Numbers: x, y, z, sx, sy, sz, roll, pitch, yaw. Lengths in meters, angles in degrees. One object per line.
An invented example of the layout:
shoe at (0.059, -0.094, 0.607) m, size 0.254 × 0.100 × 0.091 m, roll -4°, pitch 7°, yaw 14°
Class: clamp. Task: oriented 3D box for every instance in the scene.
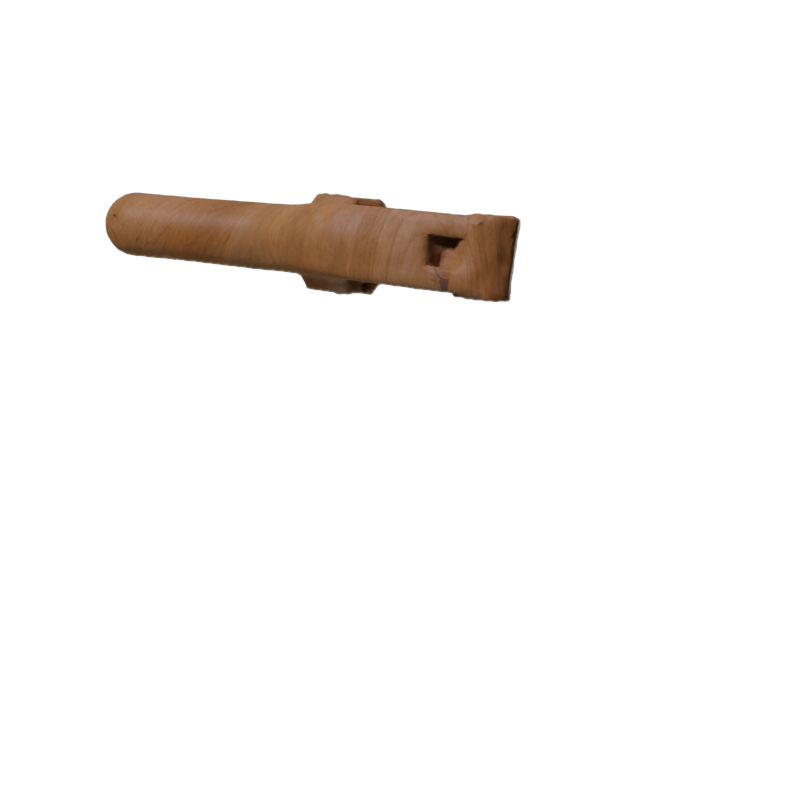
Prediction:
clamp at (-0.032, -0.058, 0.408) m, size 0.116 × 0.039 × 0.178 m, roll -4°, pitch 8°, yaw -30°
